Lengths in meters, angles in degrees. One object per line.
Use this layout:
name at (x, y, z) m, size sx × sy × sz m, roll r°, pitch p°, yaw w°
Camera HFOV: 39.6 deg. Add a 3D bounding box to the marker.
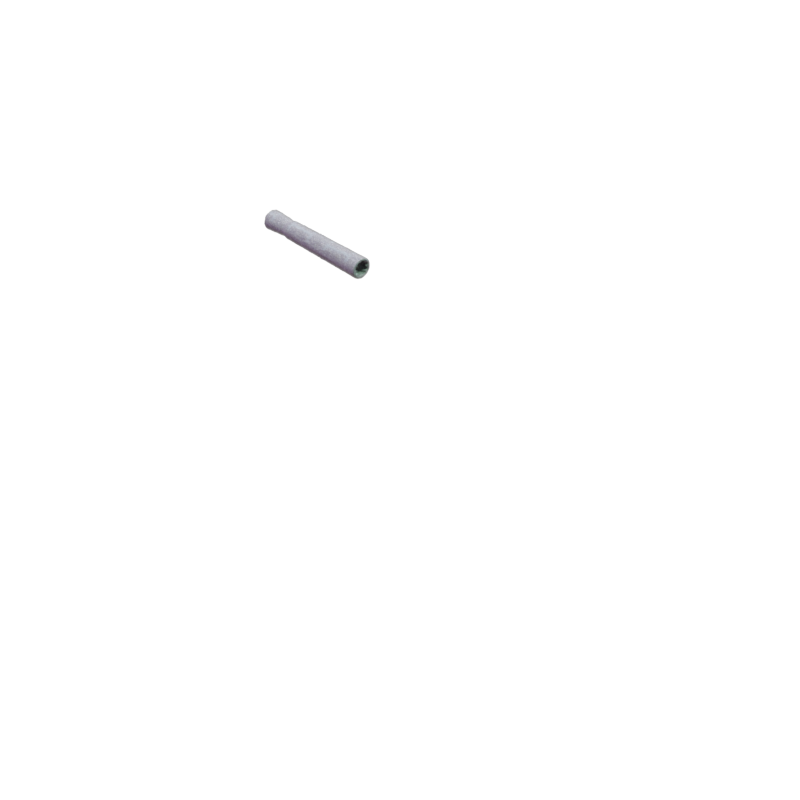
marker at (-0.074, -0.134, 0.939) m, size 0.019 × 0.019 × 0.130 m, roll -3°, pitch 28°, yaw -45°
